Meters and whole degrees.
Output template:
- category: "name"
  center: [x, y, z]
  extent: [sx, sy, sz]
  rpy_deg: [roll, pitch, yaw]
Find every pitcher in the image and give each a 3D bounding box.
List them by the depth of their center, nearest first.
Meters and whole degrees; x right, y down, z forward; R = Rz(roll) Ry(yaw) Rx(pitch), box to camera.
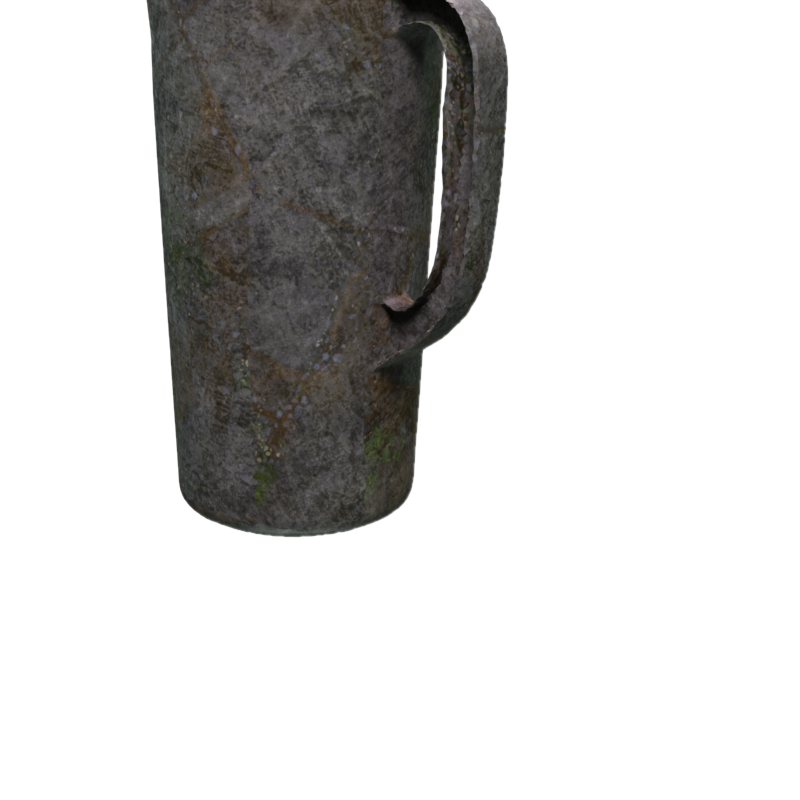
- category: "pitcher"
  center: [-0.038, -0.069, 0.487]
  extent: [0.144, 0.238, 0.153]
  rpy_deg: [0, 10, -3]
